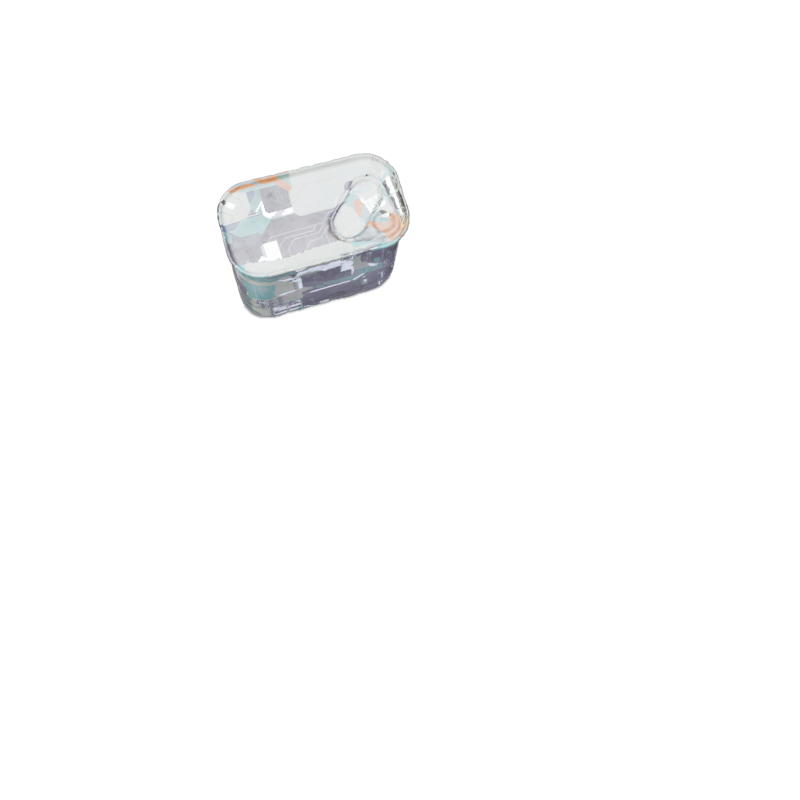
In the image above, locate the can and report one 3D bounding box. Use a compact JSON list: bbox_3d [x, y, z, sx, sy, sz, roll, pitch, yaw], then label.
[{"bbox_3d":[-0.050,-0.091,0.638,0.101,0.060,0.080,-15,-15,-7],"label":"can"}]
